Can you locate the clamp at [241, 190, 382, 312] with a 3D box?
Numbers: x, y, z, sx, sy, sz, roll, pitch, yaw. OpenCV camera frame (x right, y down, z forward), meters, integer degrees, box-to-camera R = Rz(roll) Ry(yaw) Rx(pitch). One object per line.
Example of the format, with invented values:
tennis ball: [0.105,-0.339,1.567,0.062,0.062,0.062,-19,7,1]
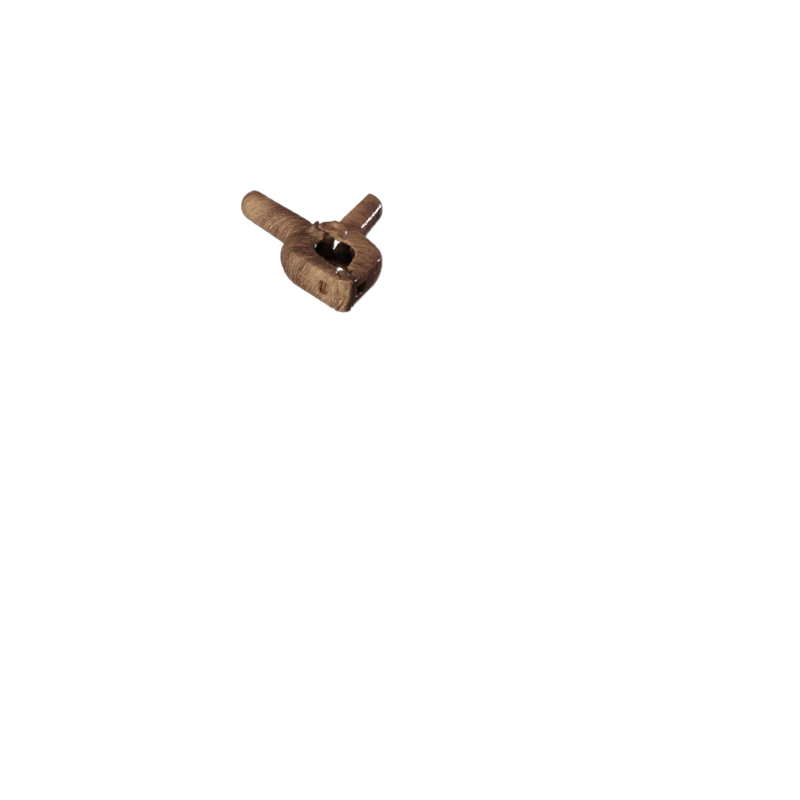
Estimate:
clamp: [-0.069,-0.126,0.882,0.120,0.037,0.182,-2,31,-3]
